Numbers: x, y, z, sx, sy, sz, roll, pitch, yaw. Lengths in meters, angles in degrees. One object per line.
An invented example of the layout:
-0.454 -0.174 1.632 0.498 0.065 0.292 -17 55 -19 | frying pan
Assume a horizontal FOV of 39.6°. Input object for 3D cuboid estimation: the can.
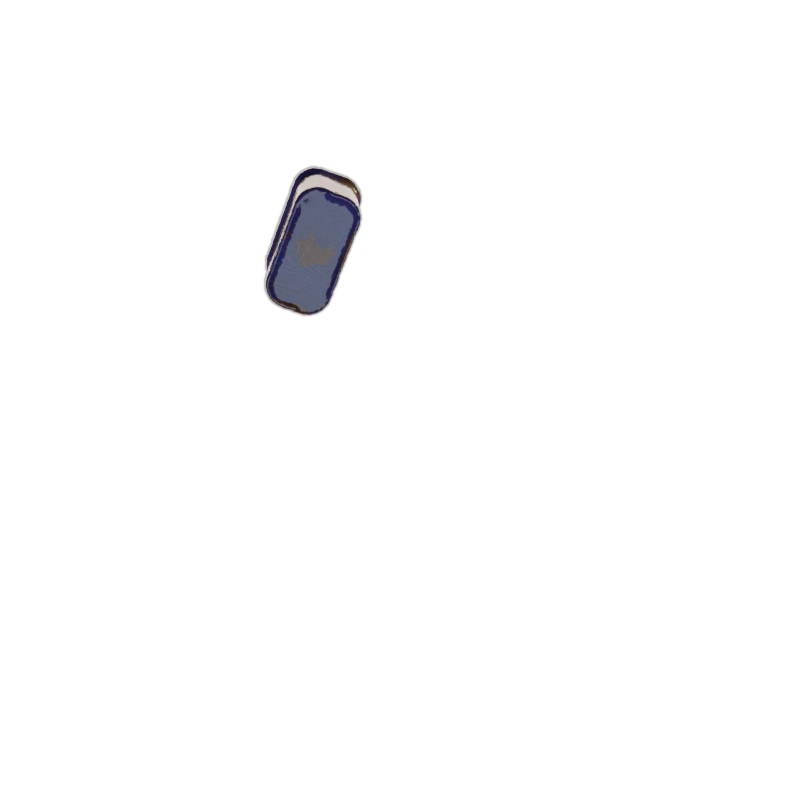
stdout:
-0.068 -0.123 0.861 0.057 0.100 0.087 20 14 -9 | can
